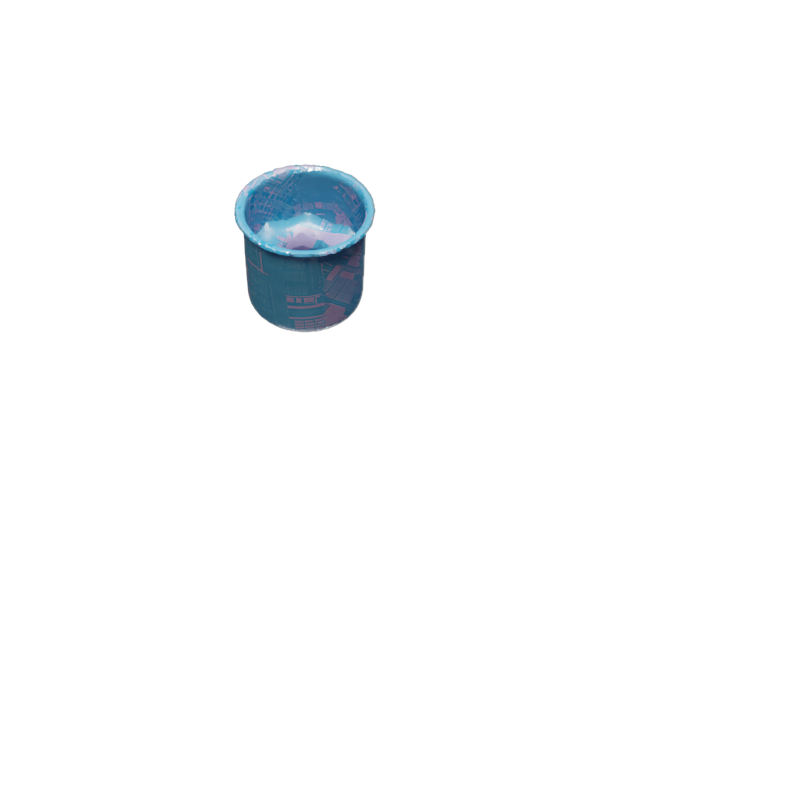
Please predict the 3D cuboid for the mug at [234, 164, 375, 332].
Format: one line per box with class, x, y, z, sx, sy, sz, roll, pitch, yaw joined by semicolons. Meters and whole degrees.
mug;-0.060;-0.109;0.765;0.097;0.076;0.121;20;49;16
